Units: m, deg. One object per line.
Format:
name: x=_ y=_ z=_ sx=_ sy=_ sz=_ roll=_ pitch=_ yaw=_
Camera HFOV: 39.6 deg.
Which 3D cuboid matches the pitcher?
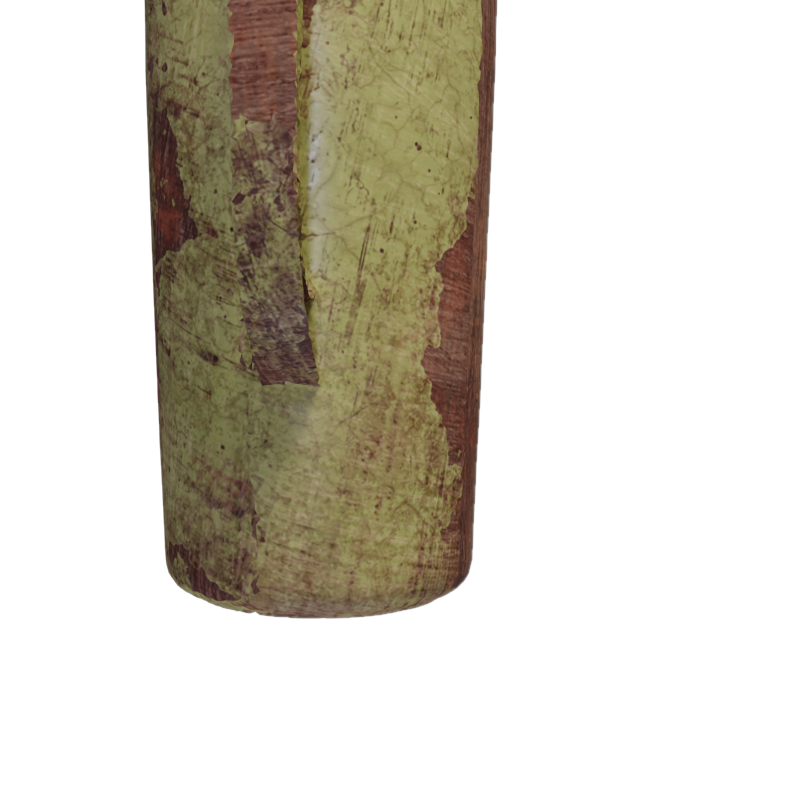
pitcher: x=-0.030 y=-0.056 z=0.389 sx=0.143 sy=0.245 sz=0.150 roll=2 pitch=-3 yaw=-40
